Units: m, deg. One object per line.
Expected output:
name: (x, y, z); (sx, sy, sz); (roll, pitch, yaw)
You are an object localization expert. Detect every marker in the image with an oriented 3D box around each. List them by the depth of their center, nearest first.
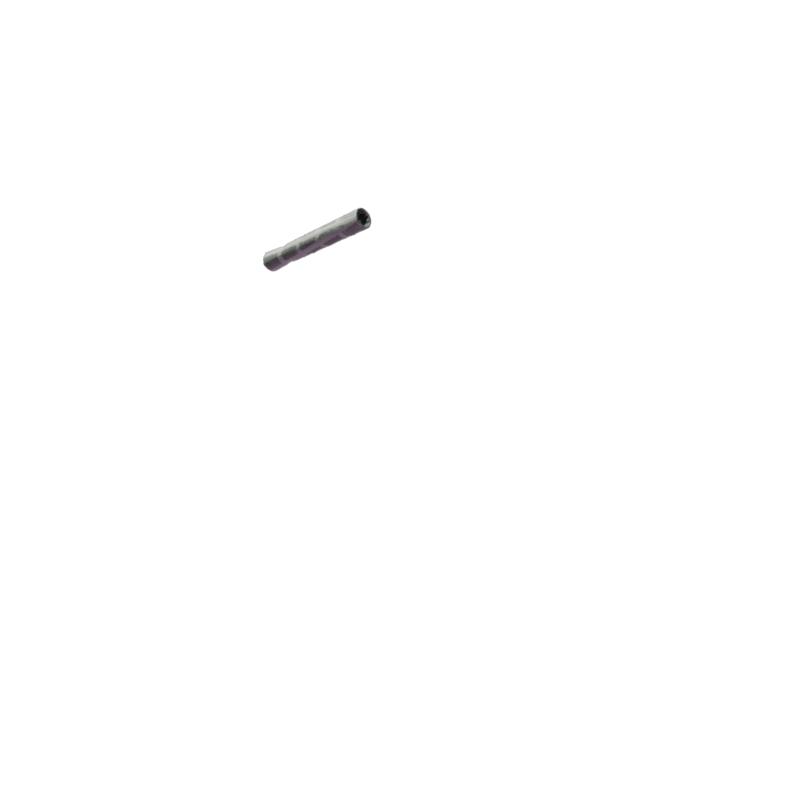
marker: (-0.074, -0.134, 0.941); (0.122, 0.020, 0.019); (-18, -9, 41)
